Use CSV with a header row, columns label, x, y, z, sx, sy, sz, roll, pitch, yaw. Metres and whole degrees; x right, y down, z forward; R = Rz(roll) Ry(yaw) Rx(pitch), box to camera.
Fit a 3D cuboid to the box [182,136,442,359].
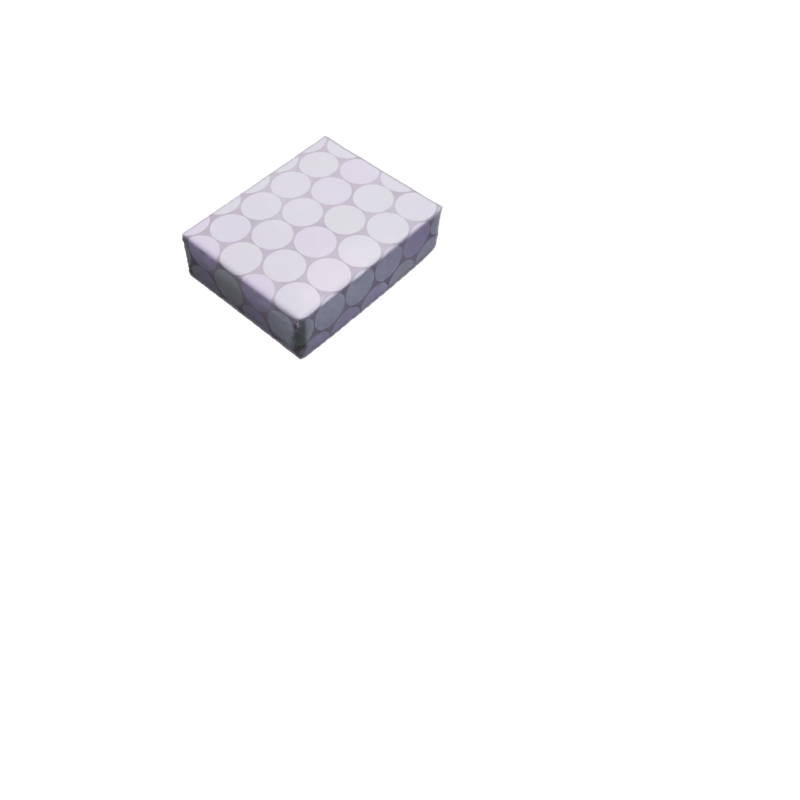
label,x,y,z,sx,sy,sz,roll,pitch,yaw
box,-0.047,-0.086,0.602,0.095,0.036,0.115,35,57,26
